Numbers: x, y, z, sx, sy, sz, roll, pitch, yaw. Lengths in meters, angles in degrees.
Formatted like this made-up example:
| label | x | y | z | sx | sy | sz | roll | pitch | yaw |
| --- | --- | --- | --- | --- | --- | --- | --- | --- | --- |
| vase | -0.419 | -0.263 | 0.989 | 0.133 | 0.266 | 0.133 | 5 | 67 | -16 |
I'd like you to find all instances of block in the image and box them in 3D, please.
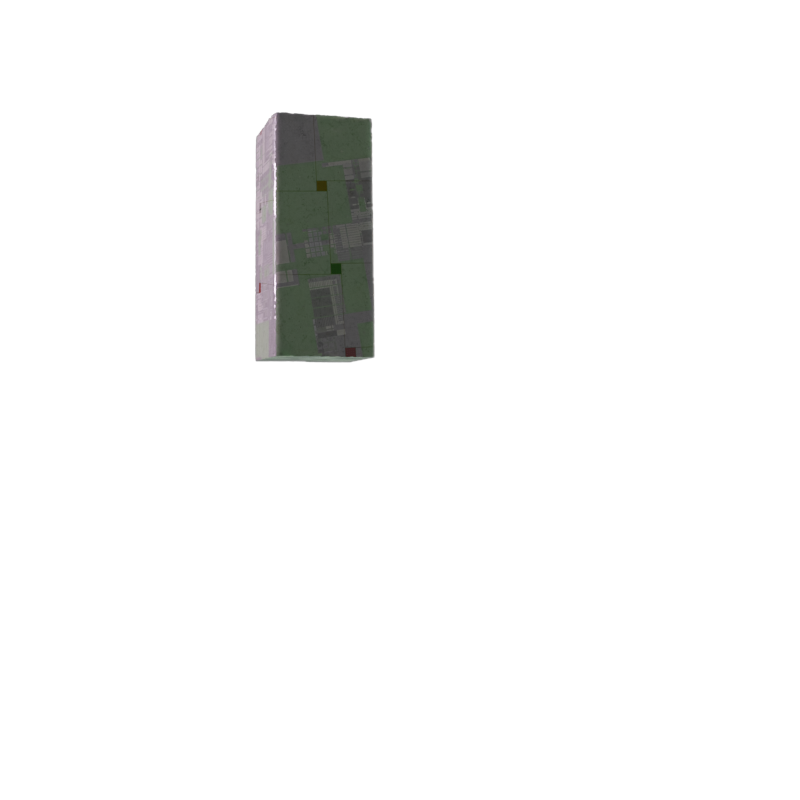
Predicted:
| label | x | y | z | sx | sy | sz | roll | pitch | yaw |
| --- | --- | --- | --- | --- | --- | --- | --- | --- | --- |
| block | -0.077 | -0.139 | 0.973 | 0.088 | 0.211 | 0.091 | 2 | -8 | -15 |
